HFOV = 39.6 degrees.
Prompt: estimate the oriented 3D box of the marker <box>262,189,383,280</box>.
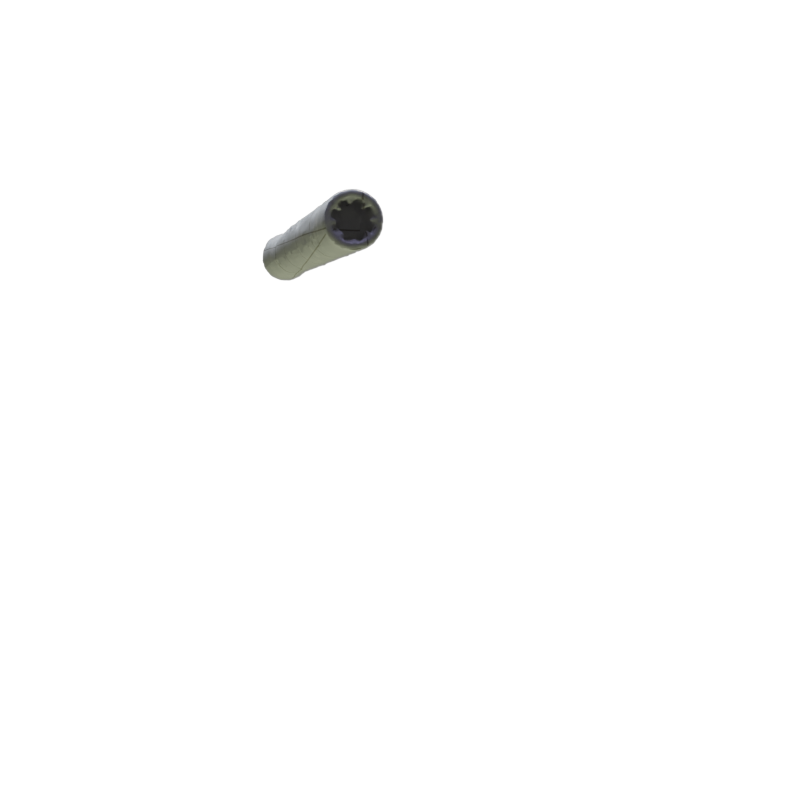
[{"bbox_3d":[-0.030,-0.055,0.388,0.019,0.020,0.122,-1,2,-15],"label":"marker"}]
